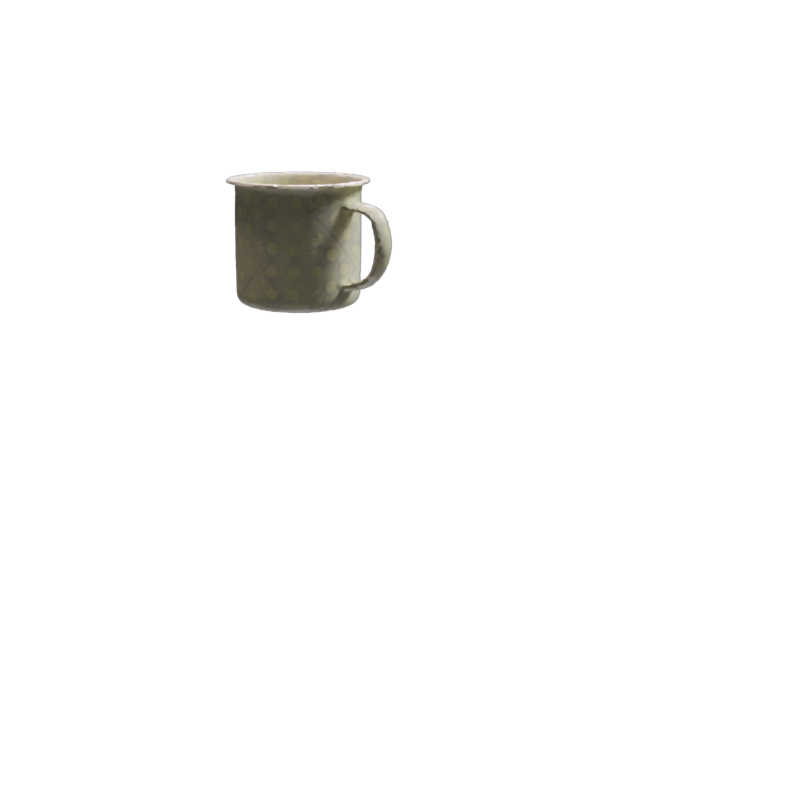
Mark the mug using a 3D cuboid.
[{"bbox_3d":[-0.056,-0.102,0.713,0.122,0.079,0.092,10,16,32],"label":"mug"}]
